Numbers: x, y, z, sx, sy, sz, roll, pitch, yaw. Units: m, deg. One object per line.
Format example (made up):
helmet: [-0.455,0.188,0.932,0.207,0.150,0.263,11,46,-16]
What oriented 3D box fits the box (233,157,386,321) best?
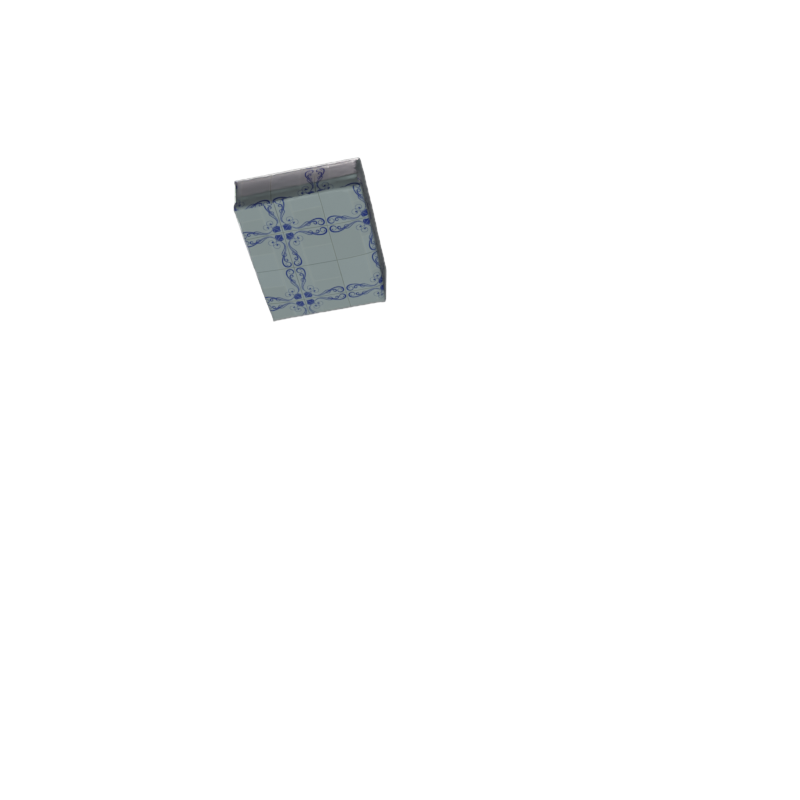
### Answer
box: [-0.061,-0.112,0.786,0.090,0.105,0.042,-8,42,7]
